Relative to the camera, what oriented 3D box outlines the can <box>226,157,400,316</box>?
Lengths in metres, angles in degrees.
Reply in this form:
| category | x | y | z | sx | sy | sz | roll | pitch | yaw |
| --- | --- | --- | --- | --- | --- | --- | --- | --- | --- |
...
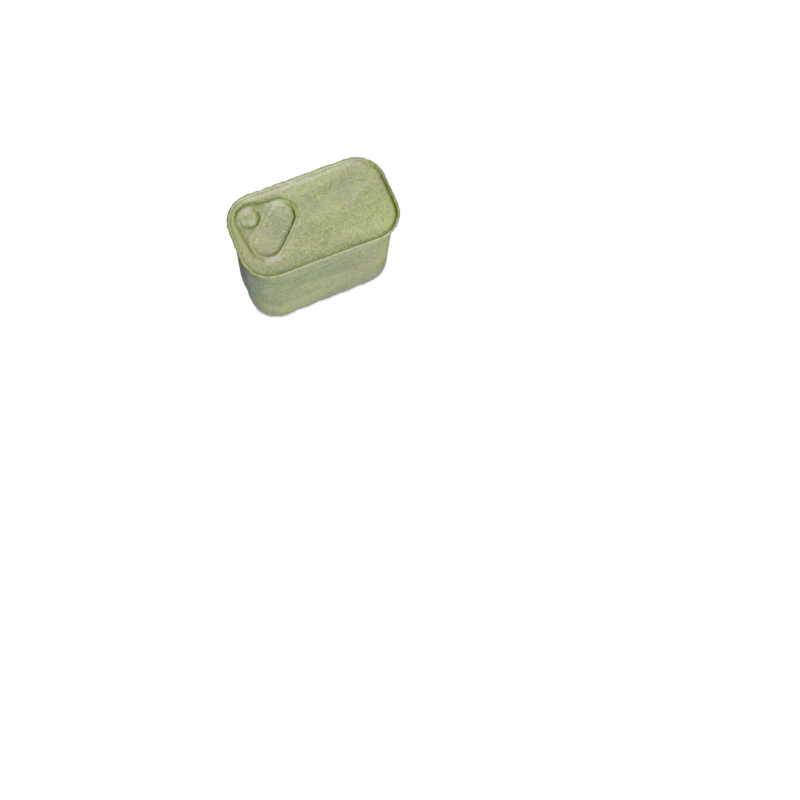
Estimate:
| category | x | y | z | sx | sy | sz | roll | pitch | yaw |
| --- | --- | --- | --- | --- | --- | --- | --- | --- | --- |
| can | -0.055 | -0.100 | 0.704 | 0.101 | 0.060 | 0.080 | -22 | -15 | -9 |
